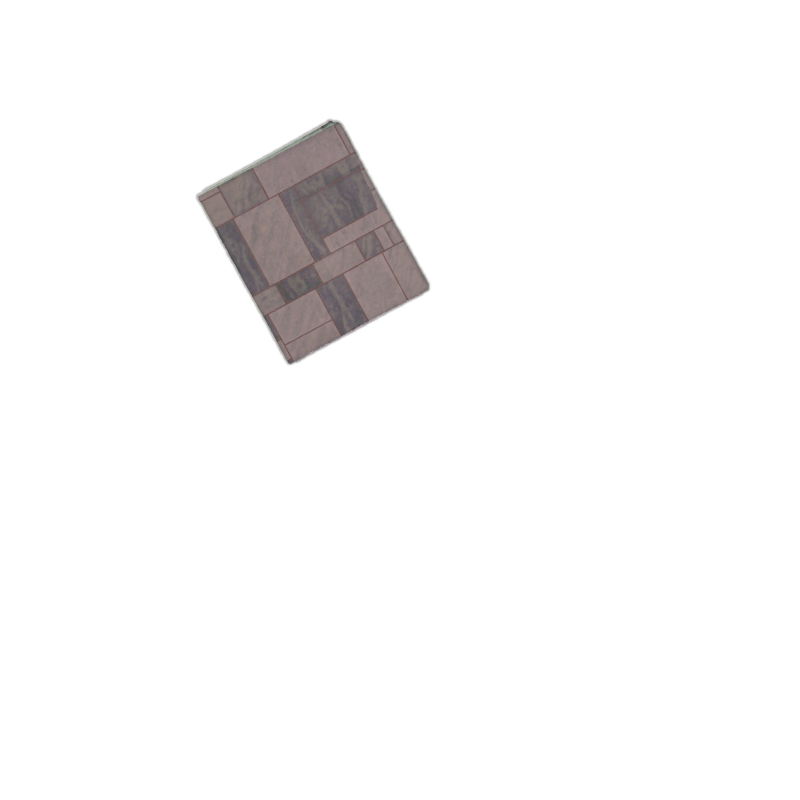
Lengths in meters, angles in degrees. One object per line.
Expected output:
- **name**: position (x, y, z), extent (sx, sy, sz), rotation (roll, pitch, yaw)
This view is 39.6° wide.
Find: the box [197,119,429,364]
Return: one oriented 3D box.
- **box**: position (-0.040, -0.073, 0.507), extent (0.073, 0.089, 0.030), rotation (-29, 2, 1)
